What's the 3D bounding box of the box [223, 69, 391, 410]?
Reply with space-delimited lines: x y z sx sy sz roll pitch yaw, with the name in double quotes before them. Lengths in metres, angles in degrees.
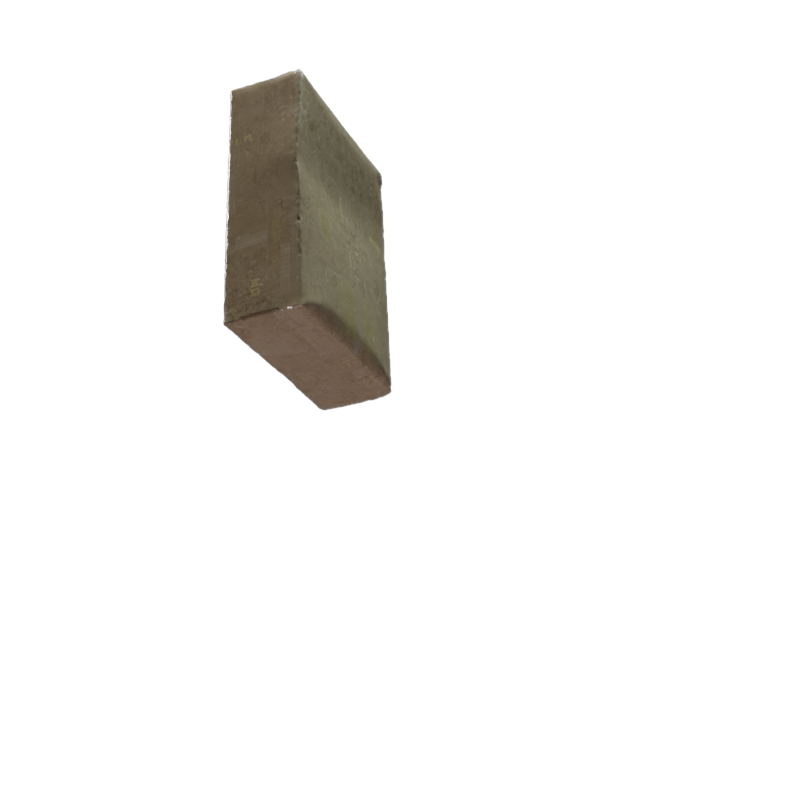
"box" -0.068 -0.123 0.865 0.073 0.228 0.152 -15 -32 20
